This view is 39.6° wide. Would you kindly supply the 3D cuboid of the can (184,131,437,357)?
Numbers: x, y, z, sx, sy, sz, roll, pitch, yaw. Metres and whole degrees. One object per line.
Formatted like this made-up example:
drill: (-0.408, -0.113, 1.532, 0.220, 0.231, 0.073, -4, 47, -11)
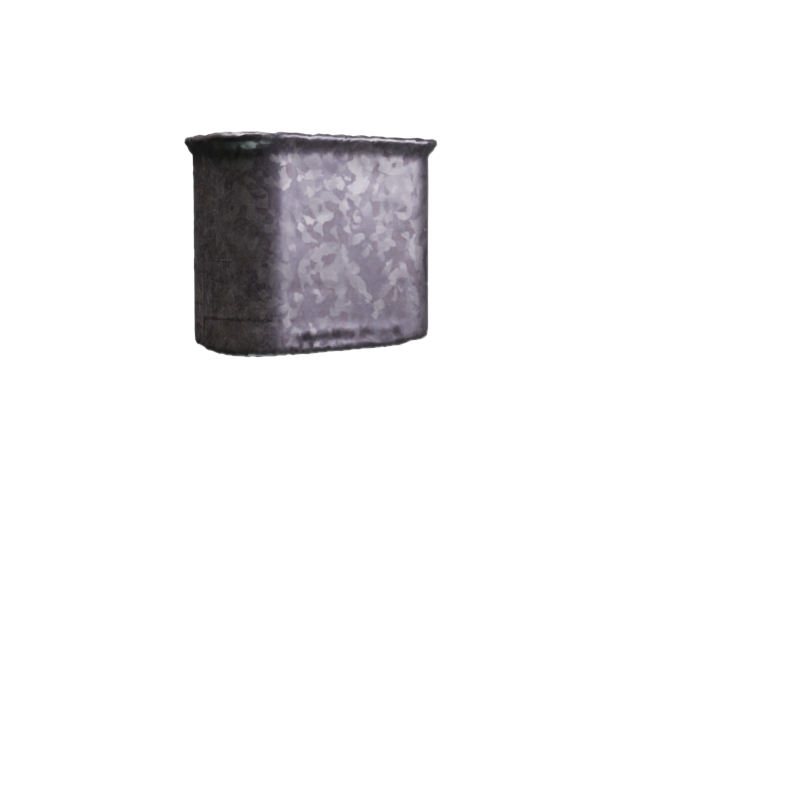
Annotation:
can: (-0.035, -0.064, 0.449, 0.099, 0.083, 0.060, -4, 6, -35)
